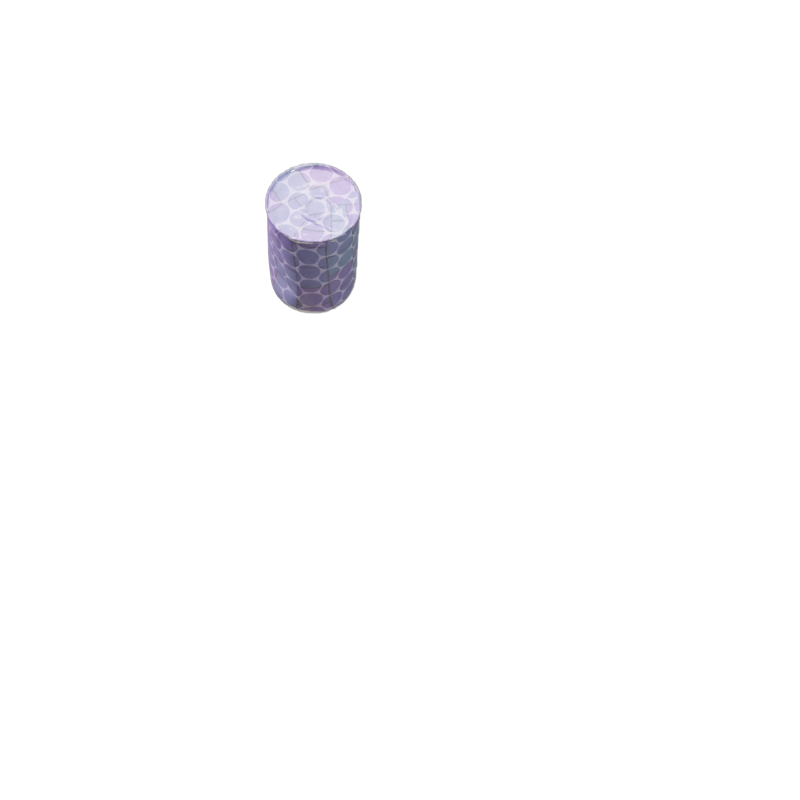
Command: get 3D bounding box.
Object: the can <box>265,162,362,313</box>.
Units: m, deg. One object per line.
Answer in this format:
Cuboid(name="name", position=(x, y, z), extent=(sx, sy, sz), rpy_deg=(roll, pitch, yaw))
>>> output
Cuboid(name="can", position=(-0.064, -0.116, 0.815), extent=(0.068, 0.073, 0.096), rpy_deg=(0, -29, -3))
